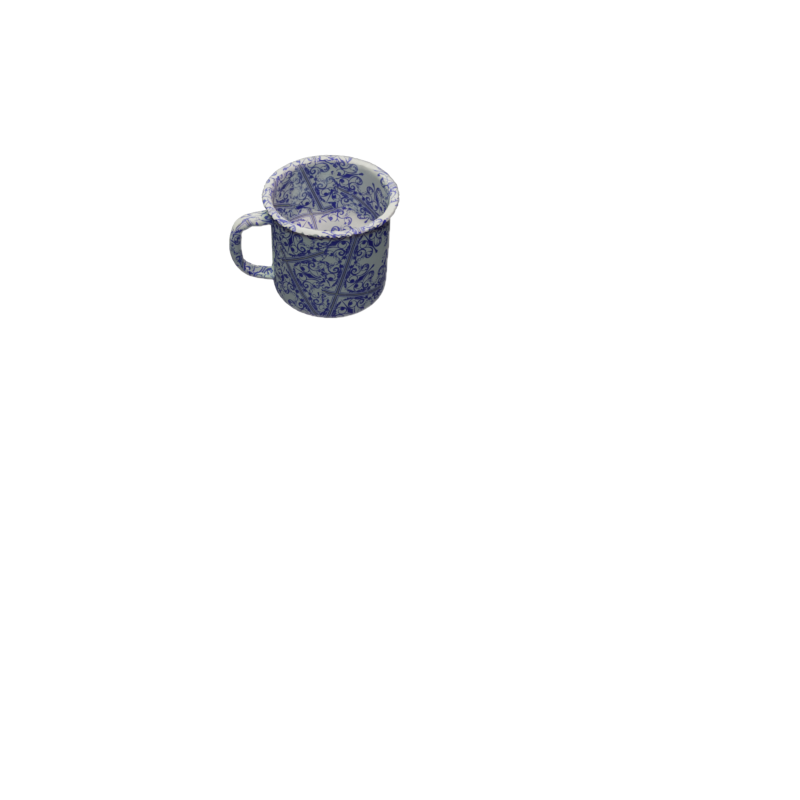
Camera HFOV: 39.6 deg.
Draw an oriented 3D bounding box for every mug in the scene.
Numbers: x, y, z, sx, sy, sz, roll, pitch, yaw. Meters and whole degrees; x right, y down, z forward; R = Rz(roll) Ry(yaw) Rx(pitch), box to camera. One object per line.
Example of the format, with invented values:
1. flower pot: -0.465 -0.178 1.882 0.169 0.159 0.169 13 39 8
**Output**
1. mug: -0.060 -0.110 0.771 0.116 0.076 0.101 -8 44 -10
